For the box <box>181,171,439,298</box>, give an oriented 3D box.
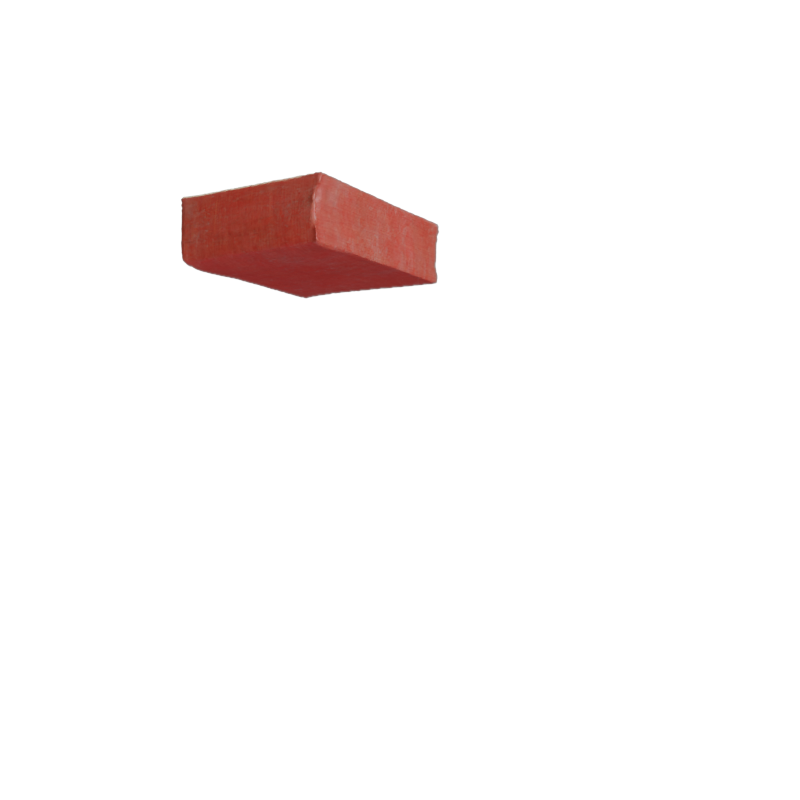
[{"bbox_3d":[-0.045,-0.083,0.580,0.092,0.040,0.108,-4,-7,34],"label":"box"}]
